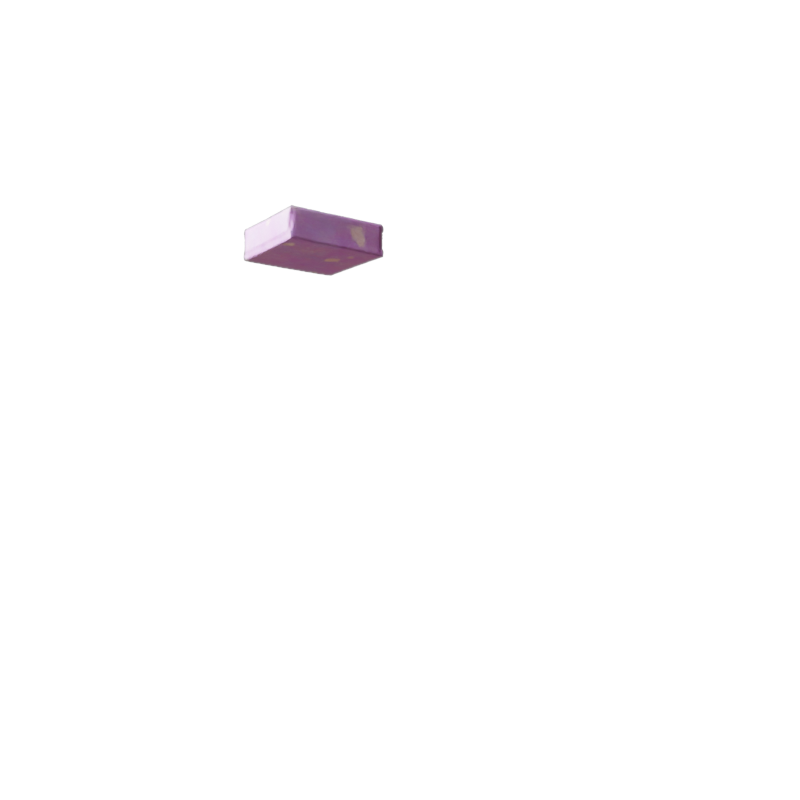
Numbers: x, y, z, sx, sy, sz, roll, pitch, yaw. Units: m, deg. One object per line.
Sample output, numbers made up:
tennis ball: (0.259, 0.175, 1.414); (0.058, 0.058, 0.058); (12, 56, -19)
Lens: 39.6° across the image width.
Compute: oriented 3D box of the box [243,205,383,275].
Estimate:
box: (-0.069, -0.126, 0.884); (0.085, 0.031, 0.074); (7, -12, -34)
